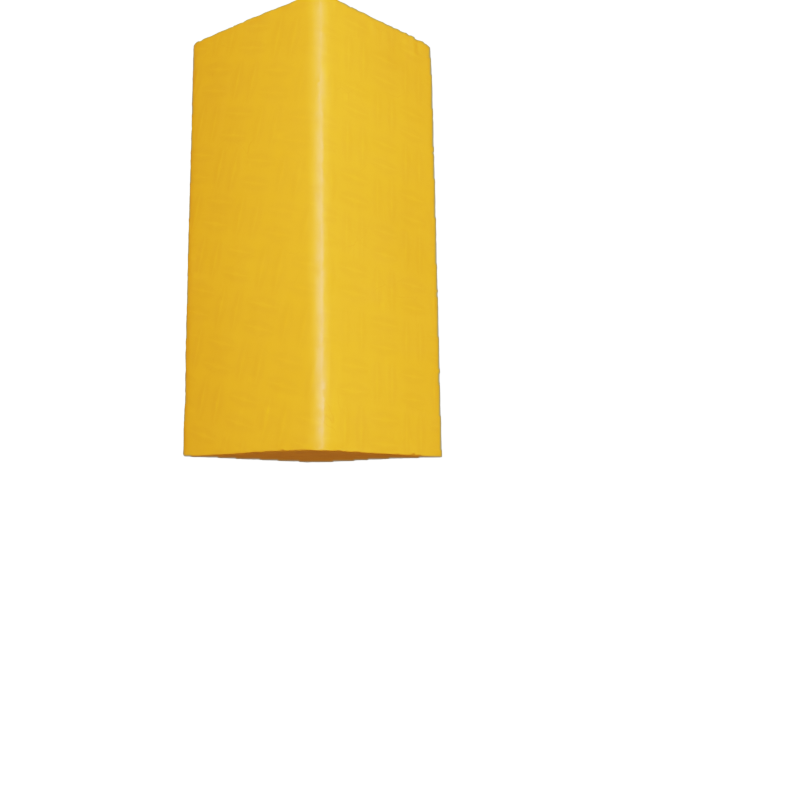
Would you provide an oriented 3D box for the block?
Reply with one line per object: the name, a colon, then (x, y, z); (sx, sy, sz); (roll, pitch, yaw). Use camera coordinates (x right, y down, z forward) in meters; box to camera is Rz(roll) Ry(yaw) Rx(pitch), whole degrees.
block: (-0.042, -0.077, 0.540); (0.092, 0.213, 0.086); (-11, -16, 39)
